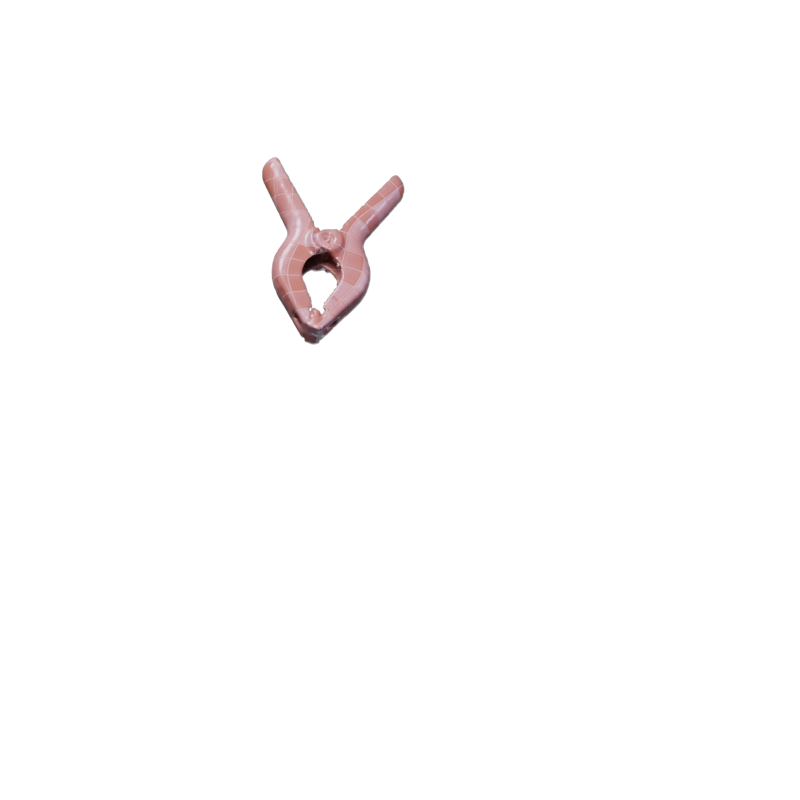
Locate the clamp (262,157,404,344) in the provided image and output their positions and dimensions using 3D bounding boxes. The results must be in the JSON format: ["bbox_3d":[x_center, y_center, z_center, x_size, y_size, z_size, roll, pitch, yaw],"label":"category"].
[{"bbox_3d":[-0.071,-0.129,0.904,0.122,0.181,0.037,11,-34,7],"label":"clamp"}]
